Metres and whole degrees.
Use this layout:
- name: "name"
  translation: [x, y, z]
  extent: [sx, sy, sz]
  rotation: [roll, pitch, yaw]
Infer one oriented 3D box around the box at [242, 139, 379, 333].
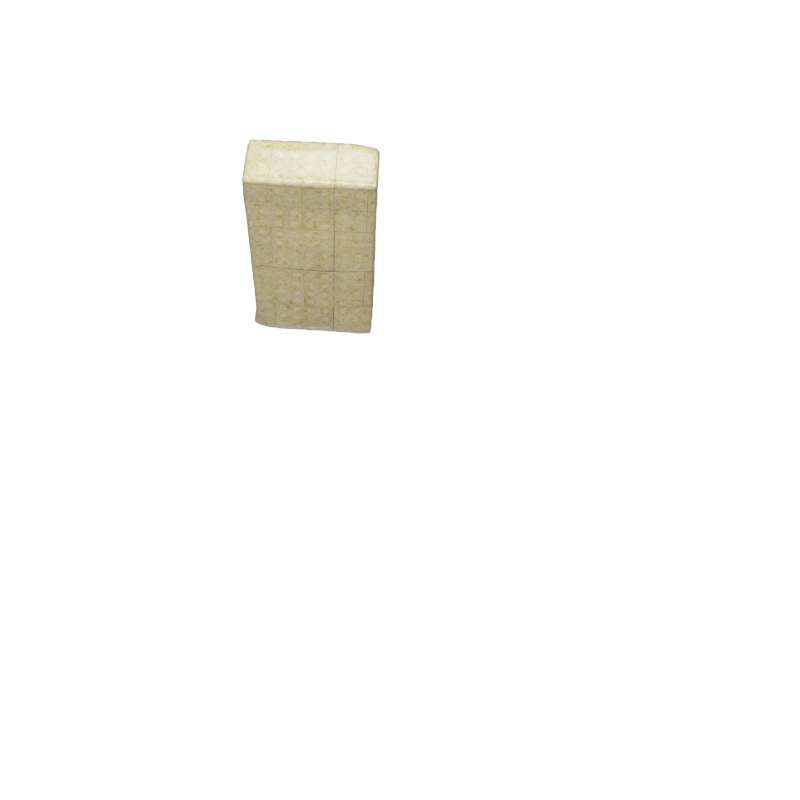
- name: "box"
  translation: [-0.064, -0.117, 0.816]
  extent: [0.094, 0.051, 0.165]
  rotation: [5, -36, 0]
